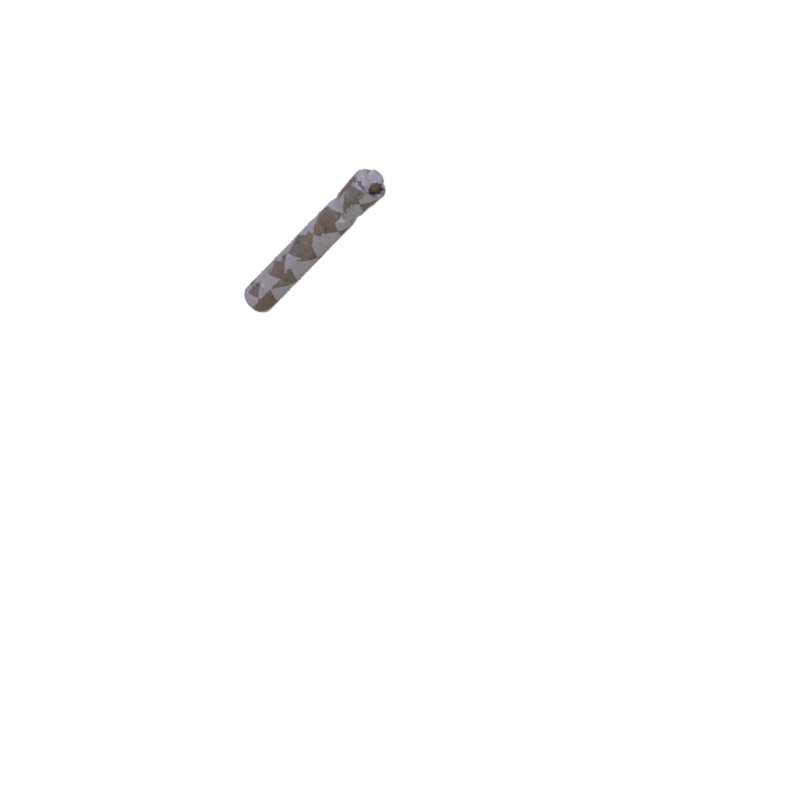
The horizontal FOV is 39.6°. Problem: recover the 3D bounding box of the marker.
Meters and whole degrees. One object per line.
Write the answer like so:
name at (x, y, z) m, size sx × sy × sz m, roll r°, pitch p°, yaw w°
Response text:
marker at (-0.046, -0.085, 0.594) m, size 0.019 × 0.021 × 0.119 m, roll -2°, pitch -26°, yaw -42°
